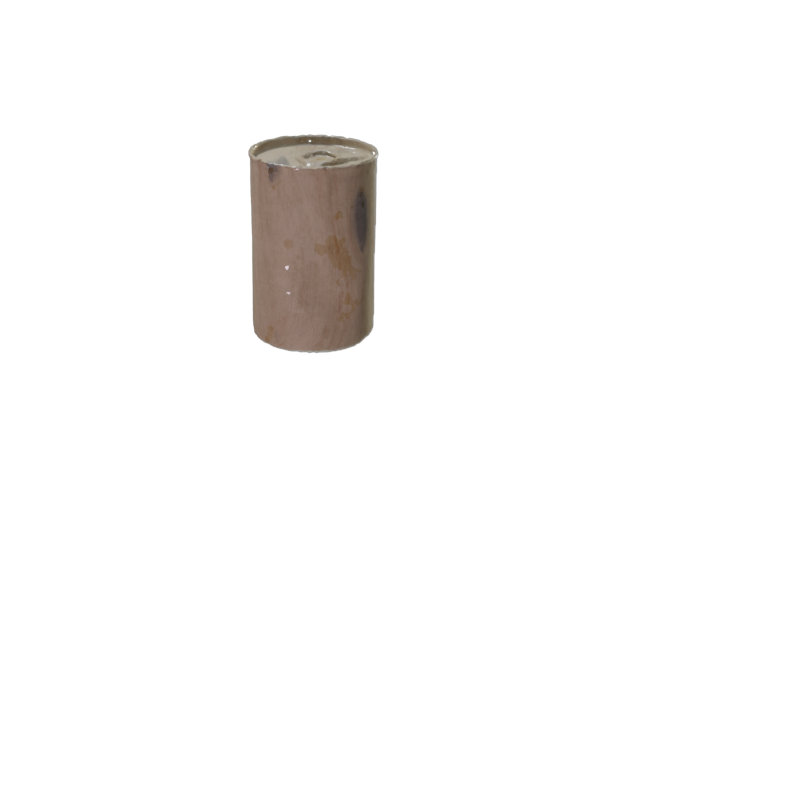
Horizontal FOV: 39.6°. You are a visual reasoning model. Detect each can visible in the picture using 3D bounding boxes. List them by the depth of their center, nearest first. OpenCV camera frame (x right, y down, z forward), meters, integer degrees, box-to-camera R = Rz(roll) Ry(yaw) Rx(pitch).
[{"bbox_3d":[-0.047,-0.085,0.594,0.068,0.098,0.072,0,22,-2],"label":"can"}]
